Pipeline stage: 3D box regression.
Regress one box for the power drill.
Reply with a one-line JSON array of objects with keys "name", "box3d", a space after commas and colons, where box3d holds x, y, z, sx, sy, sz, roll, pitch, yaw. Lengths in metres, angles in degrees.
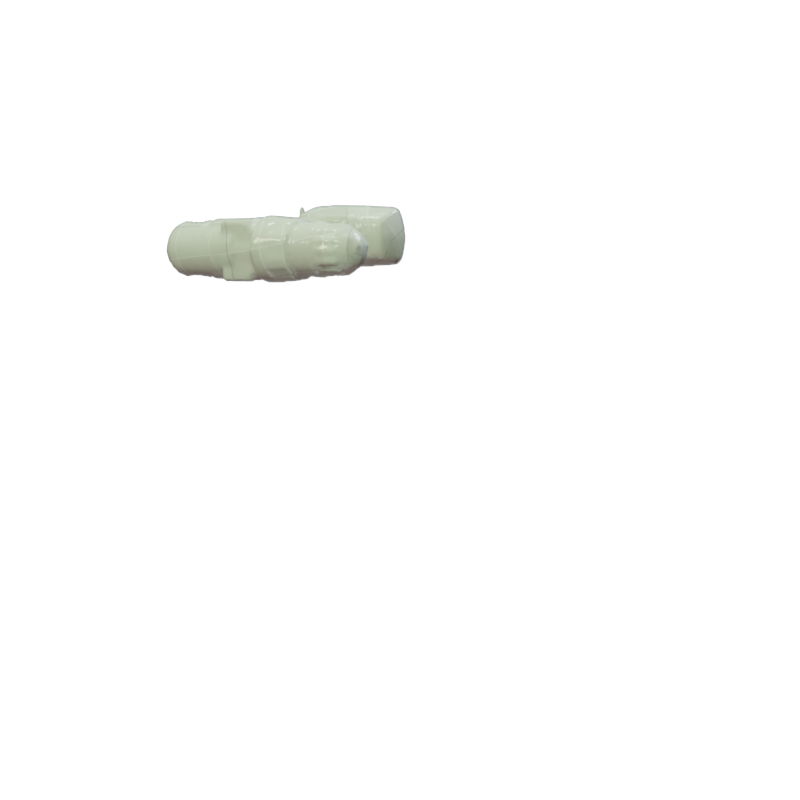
[{"name": "power drill", "box3d": [-0.073, -0.133, 0.931, 0.192, 0.056, 0.183, 7, 12, 32]}]
